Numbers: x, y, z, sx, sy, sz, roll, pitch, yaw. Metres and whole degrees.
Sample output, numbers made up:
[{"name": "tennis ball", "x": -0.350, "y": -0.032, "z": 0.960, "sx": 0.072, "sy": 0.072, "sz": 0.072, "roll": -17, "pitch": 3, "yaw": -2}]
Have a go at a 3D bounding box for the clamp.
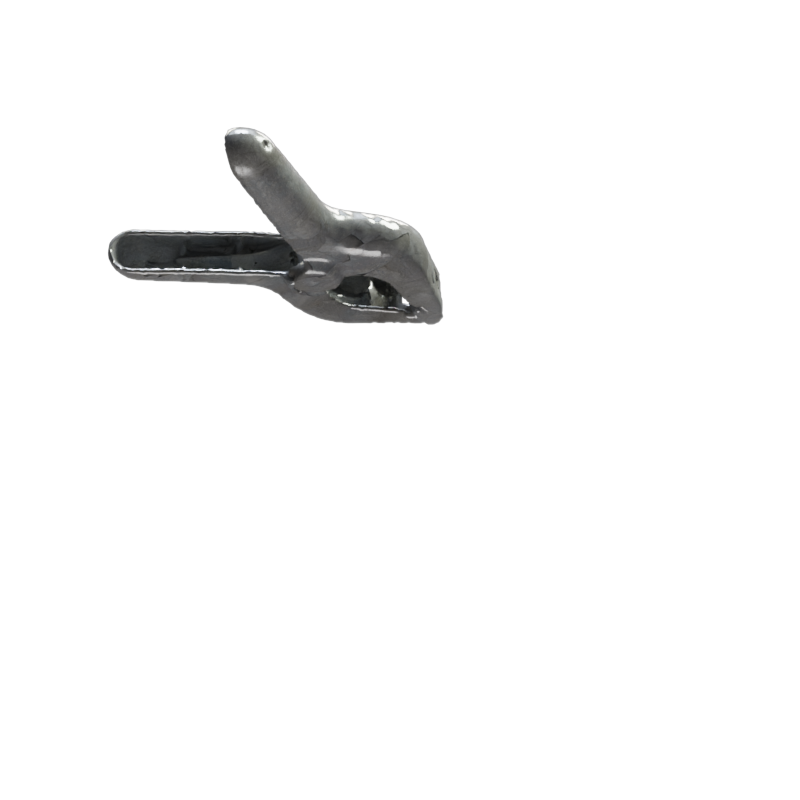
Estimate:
[{"name": "clamp", "x": -0.042, "y": -0.076, "z": 0.533, "sx": 0.165, "sy": 0.041, "sz": 0.119, "roll": 10, "pitch": -22, "yaw": -27}]
